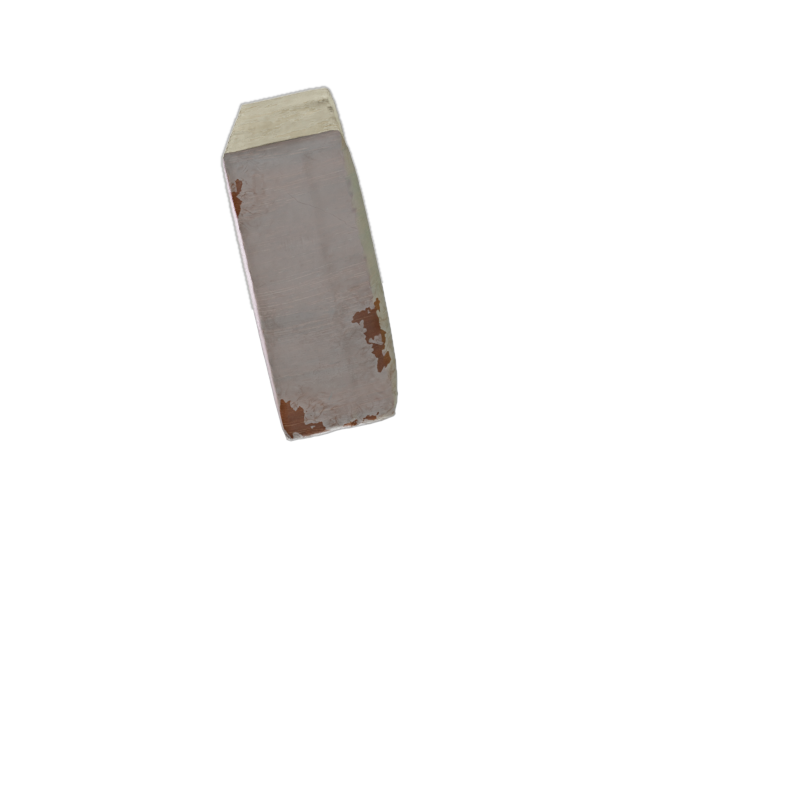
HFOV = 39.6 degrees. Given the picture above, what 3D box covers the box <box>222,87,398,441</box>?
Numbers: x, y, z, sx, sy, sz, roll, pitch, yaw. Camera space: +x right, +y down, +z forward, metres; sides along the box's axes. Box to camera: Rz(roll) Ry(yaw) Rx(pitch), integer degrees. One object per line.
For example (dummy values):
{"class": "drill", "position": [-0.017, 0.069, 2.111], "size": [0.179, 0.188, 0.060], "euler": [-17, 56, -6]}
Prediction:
{"class": "box", "position": [-0.053, -0.097, 0.680], "size": [0.072, 0.158, 0.223], "euler": [-12, 19, 0]}
